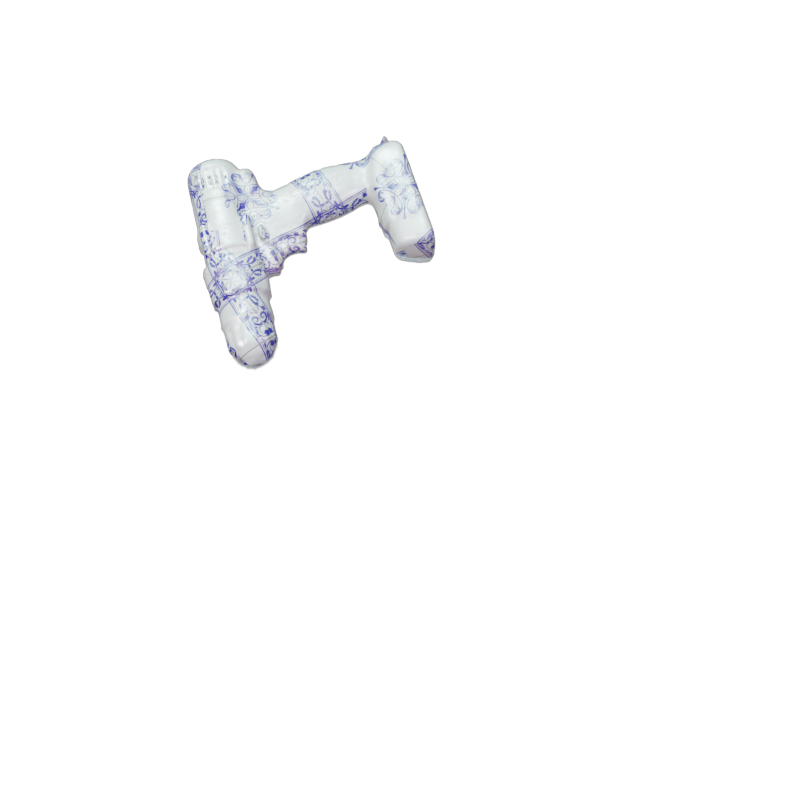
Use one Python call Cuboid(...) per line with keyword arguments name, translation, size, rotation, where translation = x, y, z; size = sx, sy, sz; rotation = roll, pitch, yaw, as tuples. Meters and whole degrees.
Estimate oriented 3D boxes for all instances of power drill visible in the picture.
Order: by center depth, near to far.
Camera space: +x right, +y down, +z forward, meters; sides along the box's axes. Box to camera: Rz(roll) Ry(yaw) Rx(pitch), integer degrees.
Cuboid(name="power drill", translation=(-0.071, -0.129, 0.906), size=(0.187, 0.195, 0.054), rotation=(-14, -22, -6))
